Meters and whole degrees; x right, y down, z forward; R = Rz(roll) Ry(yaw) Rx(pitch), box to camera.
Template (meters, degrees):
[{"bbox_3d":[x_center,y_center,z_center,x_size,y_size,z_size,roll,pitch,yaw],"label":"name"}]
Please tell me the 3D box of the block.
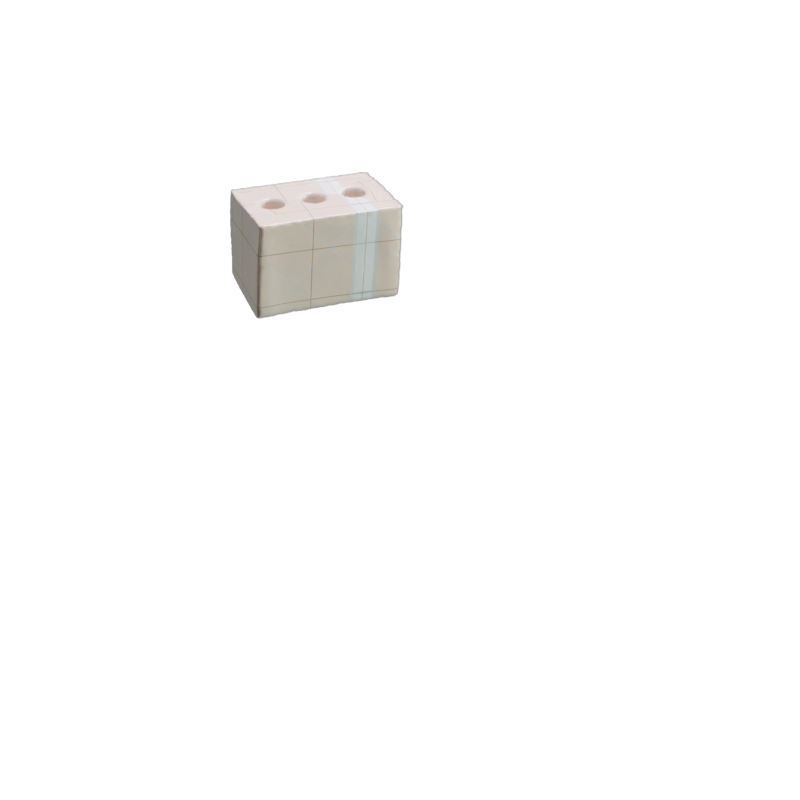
[{"bbox_3d":[-0.045,-0.082,0.572,0.077,0.048,0.057,-11,32,-19],"label":"block"}]
